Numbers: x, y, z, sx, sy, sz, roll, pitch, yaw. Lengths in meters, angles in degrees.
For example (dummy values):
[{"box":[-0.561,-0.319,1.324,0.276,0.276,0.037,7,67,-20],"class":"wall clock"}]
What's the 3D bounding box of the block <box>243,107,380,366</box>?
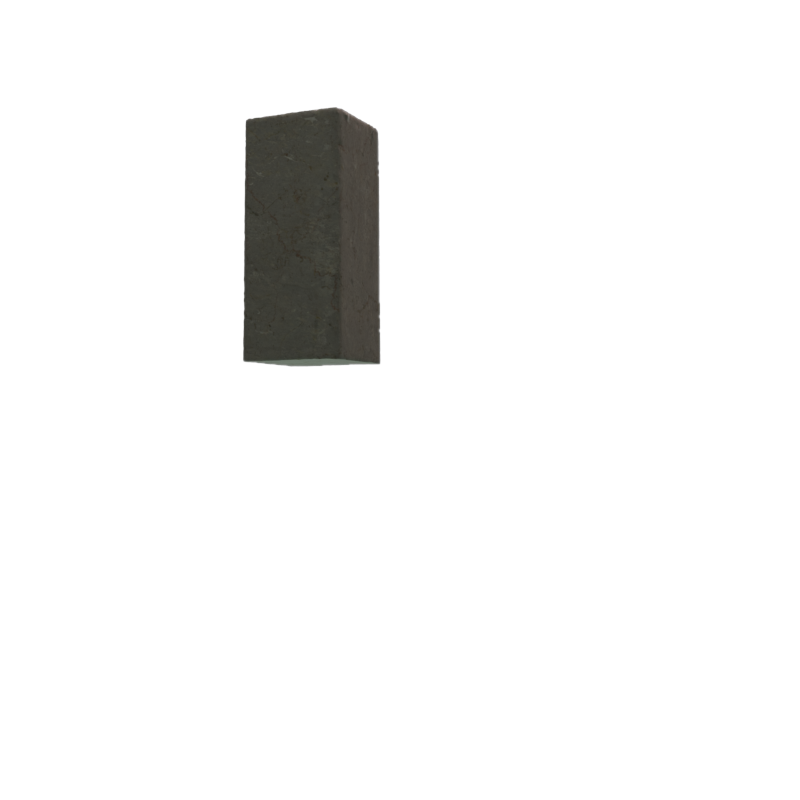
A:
[{"box":[-0.074,-0.135,0.945,0.092,0.211,0.087,-4,-9,24],"class":"block"}]
